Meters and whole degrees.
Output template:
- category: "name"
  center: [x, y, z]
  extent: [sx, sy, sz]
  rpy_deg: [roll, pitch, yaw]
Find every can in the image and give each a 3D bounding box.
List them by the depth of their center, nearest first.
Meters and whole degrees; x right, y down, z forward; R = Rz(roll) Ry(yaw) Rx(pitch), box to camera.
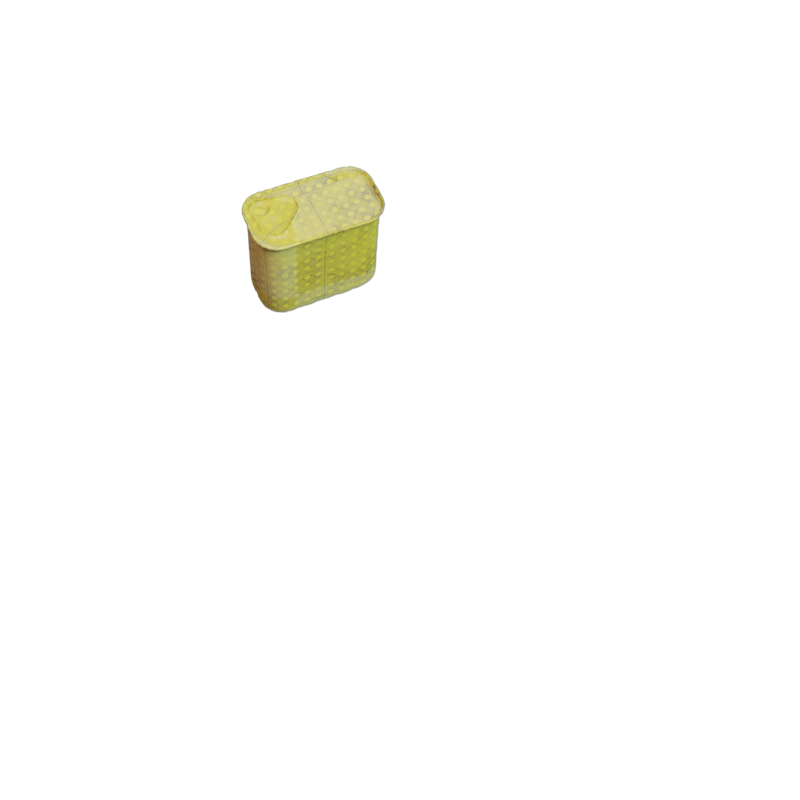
- category: "can"
  center: [-0.066, -0.120, 0.838]
  extent: [0.101, 0.062, 0.078]
  rpy_deg: [-19, -32, -15]
